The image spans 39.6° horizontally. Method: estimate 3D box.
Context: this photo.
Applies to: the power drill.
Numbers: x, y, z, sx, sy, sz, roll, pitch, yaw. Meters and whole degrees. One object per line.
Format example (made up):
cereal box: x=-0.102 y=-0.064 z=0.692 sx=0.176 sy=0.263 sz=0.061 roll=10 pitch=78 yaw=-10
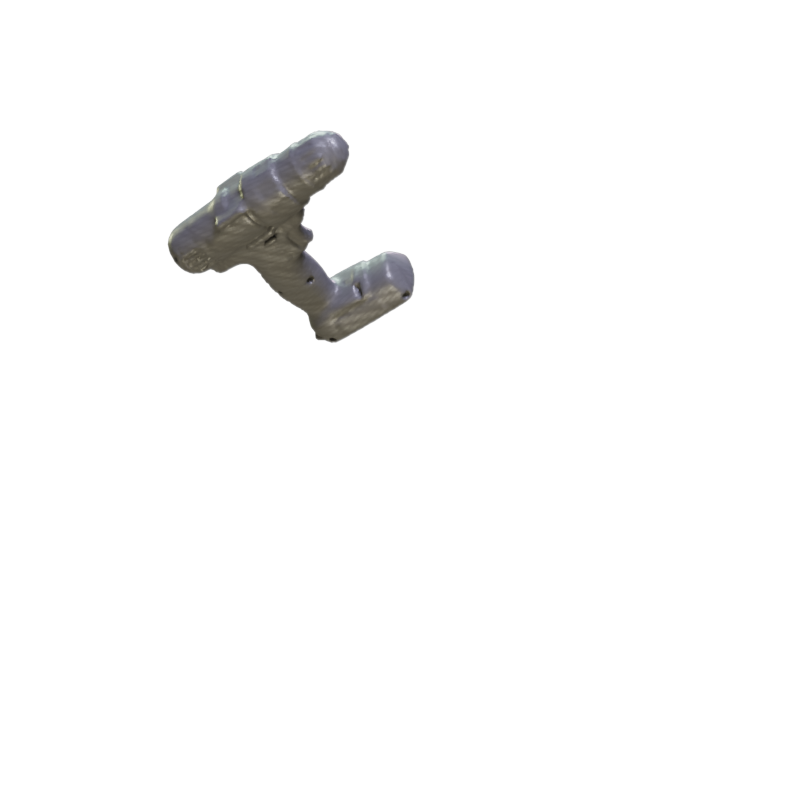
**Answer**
power drill: x=-0.073 y=-0.134 z=0.937 sx=0.184 sy=0.062 sz=0.175 roll=-28 pitch=-47 yaw=30
